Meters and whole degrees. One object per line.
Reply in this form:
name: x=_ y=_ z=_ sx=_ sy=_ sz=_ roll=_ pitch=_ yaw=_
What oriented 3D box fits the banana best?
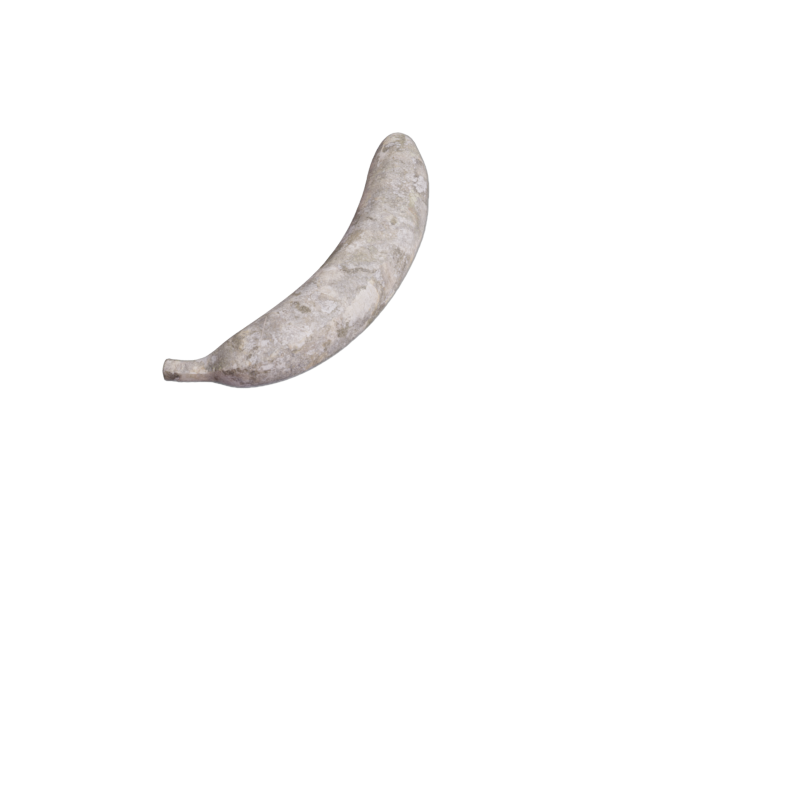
banana: x=-0.031 y=-0.069 z=0.558 sx=0.073 sy=0.202 sz=0.034 roll=29 pitch=-32 yaw=19
